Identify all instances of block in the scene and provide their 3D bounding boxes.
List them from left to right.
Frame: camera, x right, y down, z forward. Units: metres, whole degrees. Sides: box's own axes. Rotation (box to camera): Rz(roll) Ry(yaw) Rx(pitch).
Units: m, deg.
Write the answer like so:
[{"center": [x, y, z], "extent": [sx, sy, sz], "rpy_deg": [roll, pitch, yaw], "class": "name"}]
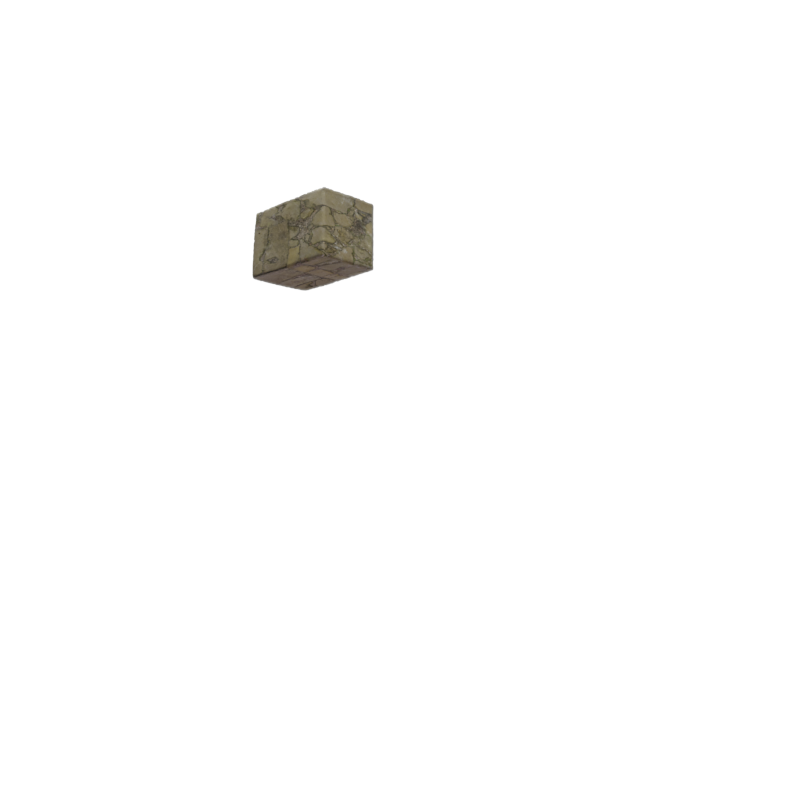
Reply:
[{"center": [-0.064, -0.116, 0.813], "extent": [0.079, 0.053, 0.050], "rpy_deg": [-13, -19, 43], "class": "block"}]
